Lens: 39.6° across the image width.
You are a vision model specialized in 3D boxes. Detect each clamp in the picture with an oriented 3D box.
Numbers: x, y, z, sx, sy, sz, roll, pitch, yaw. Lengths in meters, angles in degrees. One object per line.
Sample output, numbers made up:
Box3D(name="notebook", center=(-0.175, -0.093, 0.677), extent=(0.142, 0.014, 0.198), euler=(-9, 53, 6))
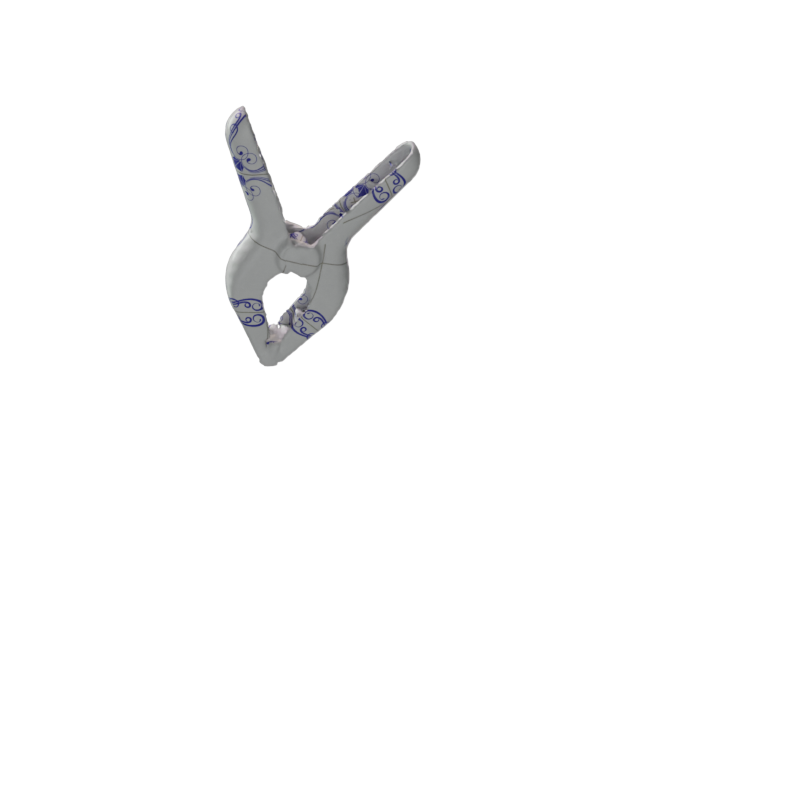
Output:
Box3D(name="clamp", center=(-0.055, -0.100, 0.698), extent=(0.119, 0.162, 0.042), euler=(6, 30, -4))
